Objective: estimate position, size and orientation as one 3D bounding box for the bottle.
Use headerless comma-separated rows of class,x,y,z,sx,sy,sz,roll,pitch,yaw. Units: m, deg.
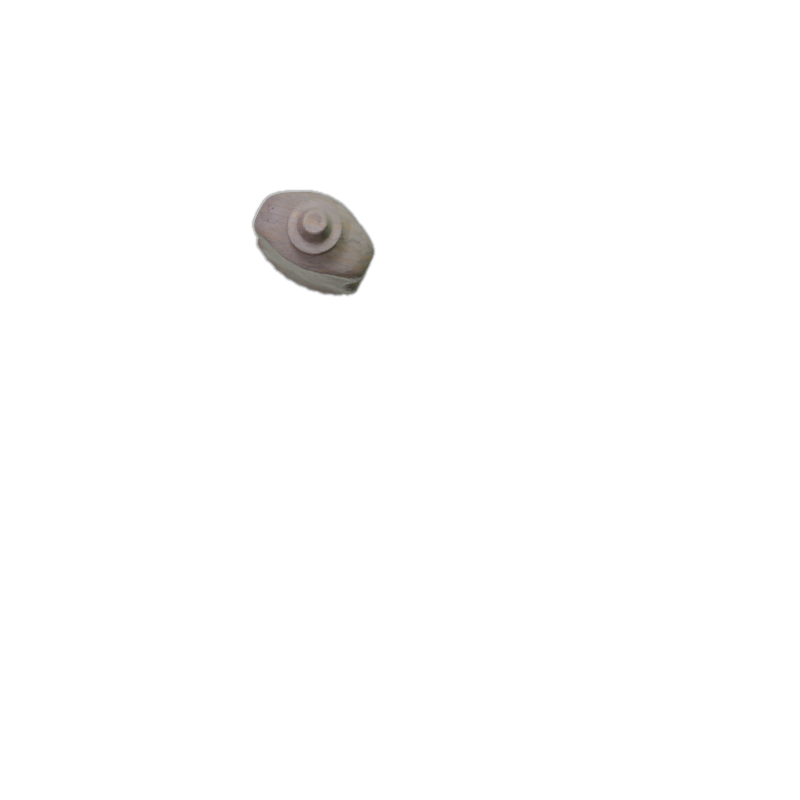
bottle,-0.068,-0.125,0.875,0.096,0.059,0.190,29,-2,-2
